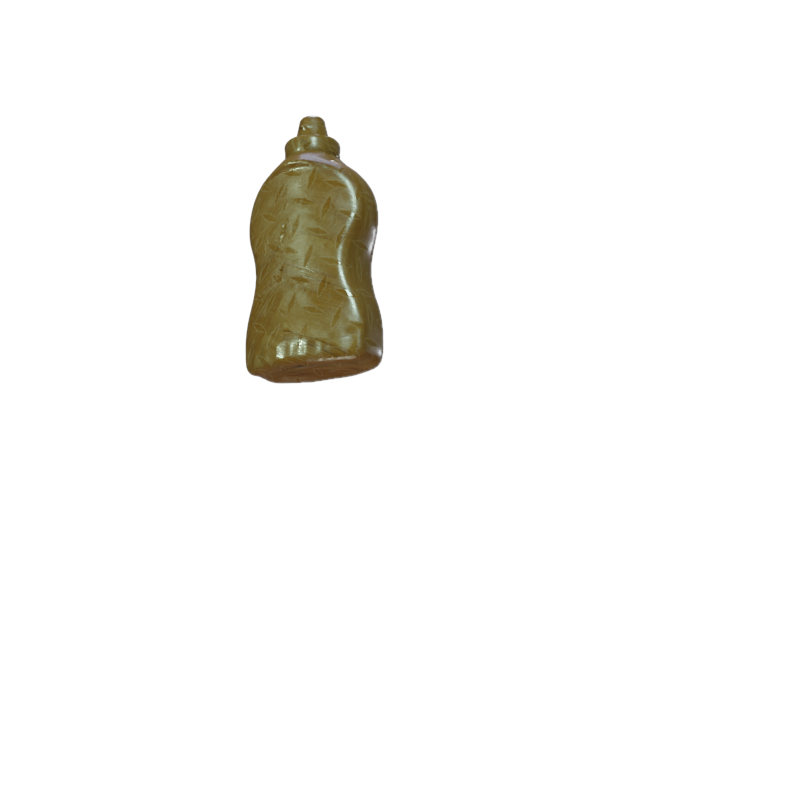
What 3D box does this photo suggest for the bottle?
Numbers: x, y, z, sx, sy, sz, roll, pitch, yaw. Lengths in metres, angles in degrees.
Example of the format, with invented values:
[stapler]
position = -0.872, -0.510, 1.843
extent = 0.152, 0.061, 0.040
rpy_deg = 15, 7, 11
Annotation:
[bottle]
position = -0.062, -0.113, 0.788
extent = 0.098, 0.201, 0.055
rpy_deg = -12, -22, 29
